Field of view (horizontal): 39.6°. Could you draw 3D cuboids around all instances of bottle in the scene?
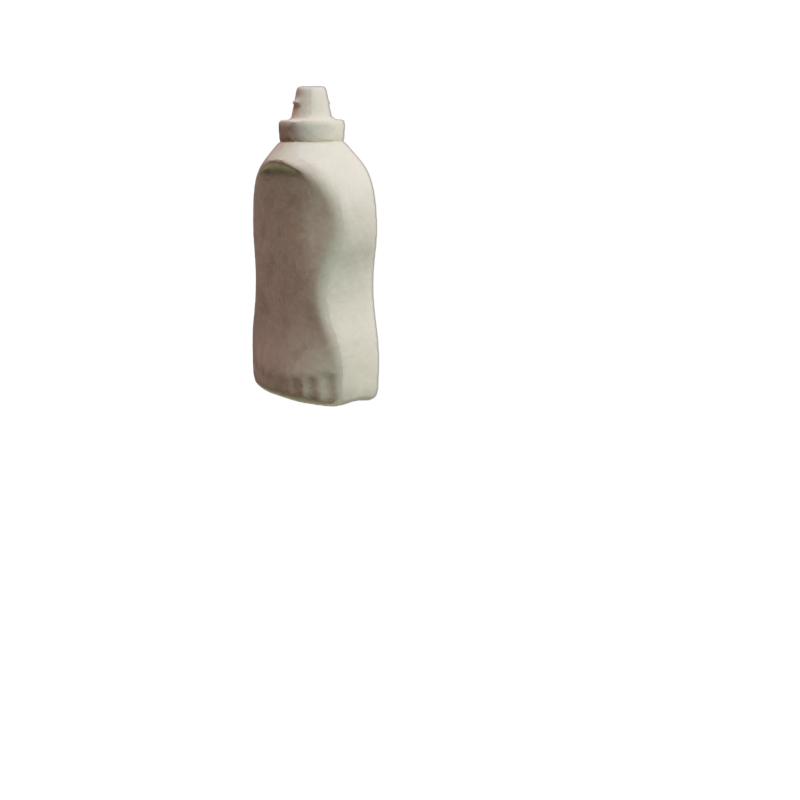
[{"bbox_3d":[-0.054,-0.099,0.690,0.056,0.189,0.101,-5,9,-37],"label":"bottle"}]
